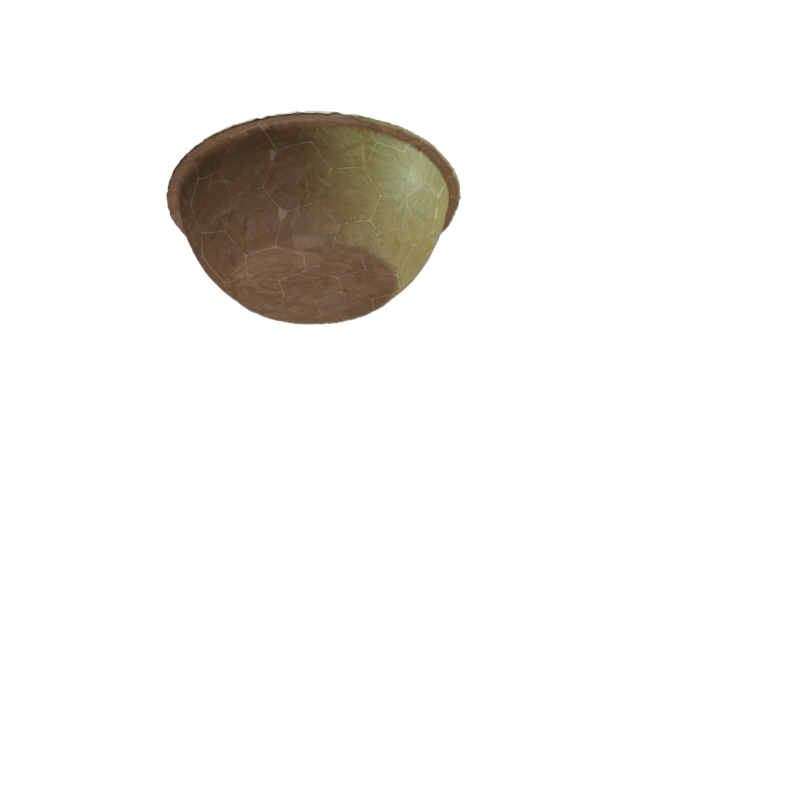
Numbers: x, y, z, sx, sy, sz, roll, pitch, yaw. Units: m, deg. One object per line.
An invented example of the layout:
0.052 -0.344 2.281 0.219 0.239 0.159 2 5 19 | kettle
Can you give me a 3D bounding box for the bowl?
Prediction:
-0.047 -0.086 0.599 0.162 0.058 0.153 1 -26 -2 | bowl
